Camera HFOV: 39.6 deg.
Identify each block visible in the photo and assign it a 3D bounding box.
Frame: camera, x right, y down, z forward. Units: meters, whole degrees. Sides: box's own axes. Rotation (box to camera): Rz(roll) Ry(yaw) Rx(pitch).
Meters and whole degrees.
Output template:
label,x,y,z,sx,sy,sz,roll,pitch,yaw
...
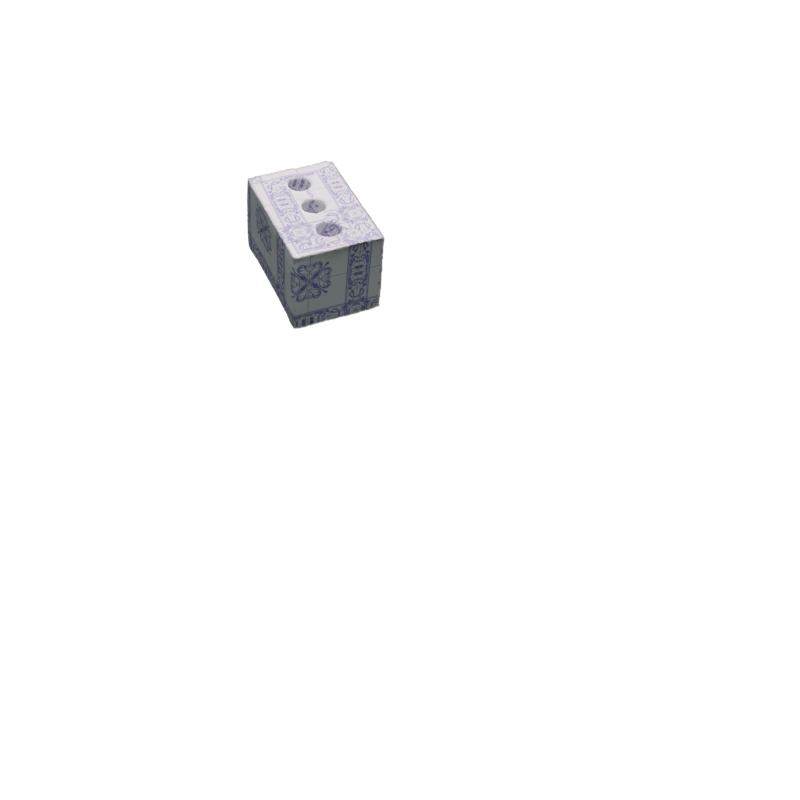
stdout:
label,x,y,z,sx,sy,sz,roll,pitch,yaw
block,-0.048,-0.087,0.610,0.052,0.048,0.084,-15,45,-18
